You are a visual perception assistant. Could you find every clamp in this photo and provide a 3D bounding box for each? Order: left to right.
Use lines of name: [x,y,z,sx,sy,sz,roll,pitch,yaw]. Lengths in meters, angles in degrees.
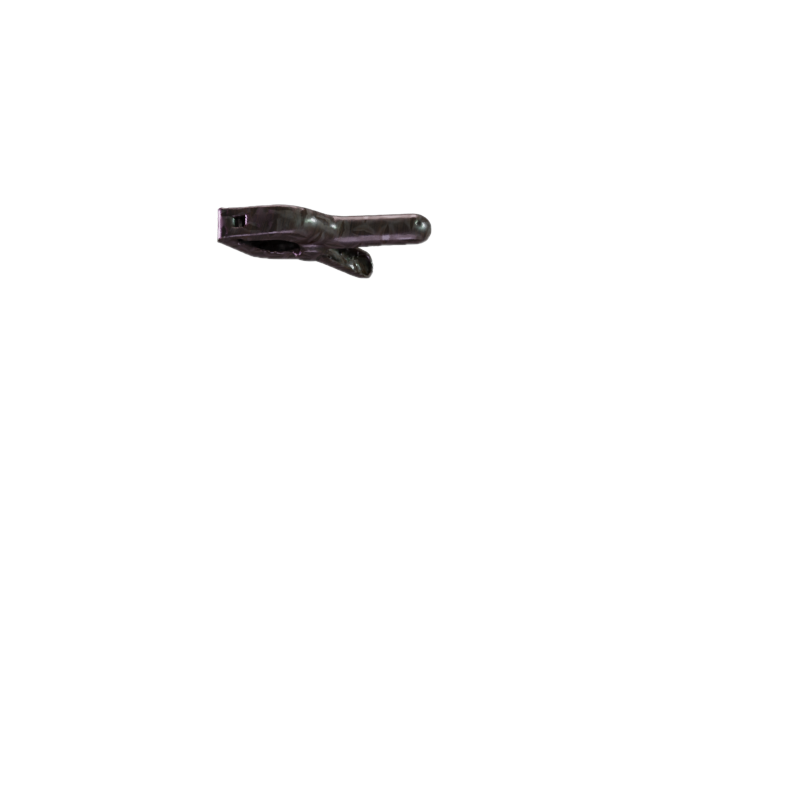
clamp: [-0.072,-0.132,0.925,0.168,0.041,0.117,5,-20,-15]
